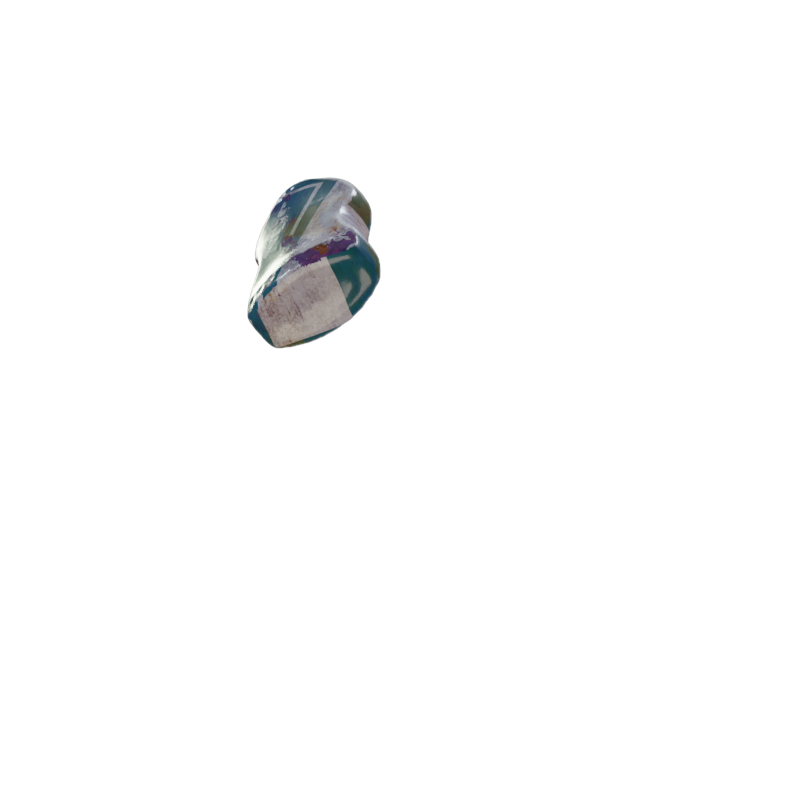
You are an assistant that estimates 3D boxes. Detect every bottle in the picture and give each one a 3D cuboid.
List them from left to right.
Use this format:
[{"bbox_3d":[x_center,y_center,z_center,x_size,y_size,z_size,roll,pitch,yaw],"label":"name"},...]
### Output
[{"bbox_3d":[-0.066,-0.120,0.835,0.095,0.055,0.204,-34,28,16],"label":"bottle"}]
